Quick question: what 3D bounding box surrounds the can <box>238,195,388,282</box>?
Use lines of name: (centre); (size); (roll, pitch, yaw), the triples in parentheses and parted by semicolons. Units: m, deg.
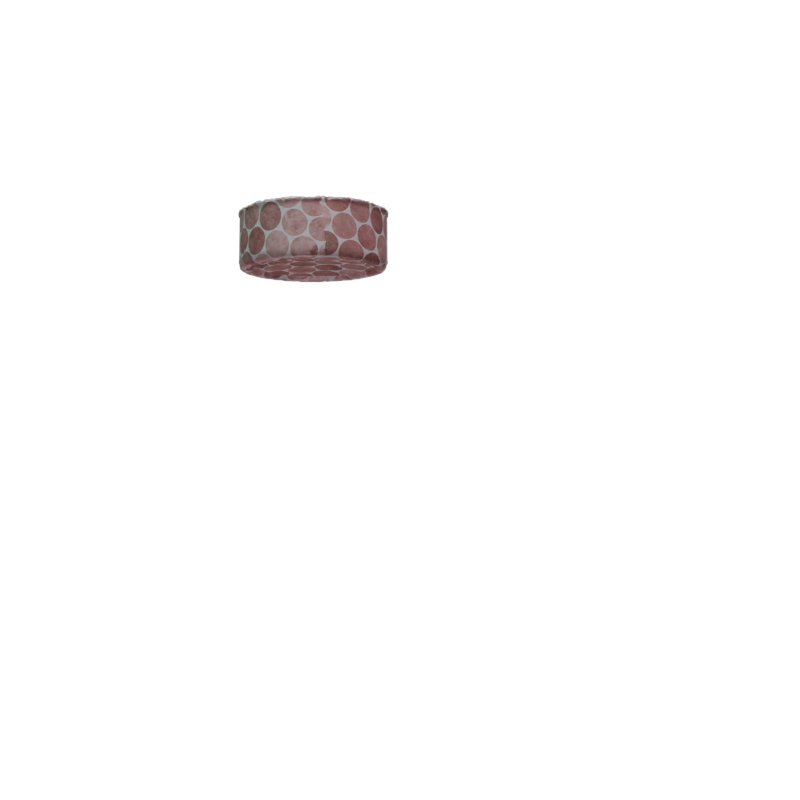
can: (-0.049, -0.090, 0.632); (0.086, 0.034, 0.084); (0, -5, -2)
